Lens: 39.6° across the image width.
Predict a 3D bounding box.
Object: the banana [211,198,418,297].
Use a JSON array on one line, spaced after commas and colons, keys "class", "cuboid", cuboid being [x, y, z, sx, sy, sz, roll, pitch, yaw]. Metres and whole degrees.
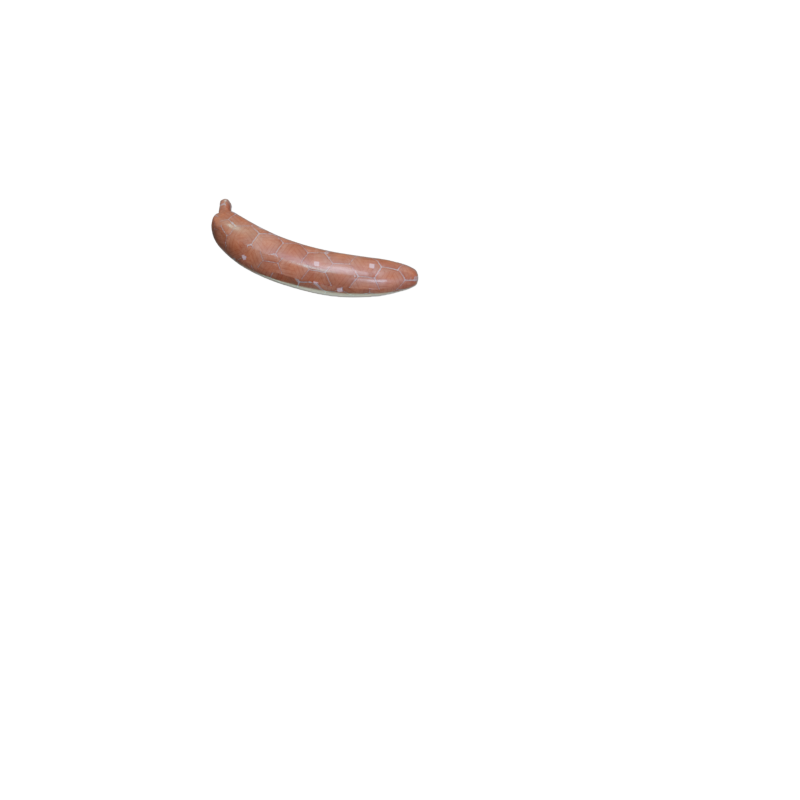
[{"class": "banana", "cuboid": [-0.085, -0.122, 0.925, 0.206, 0.034, 0.072, 24, 52, 20]}]
